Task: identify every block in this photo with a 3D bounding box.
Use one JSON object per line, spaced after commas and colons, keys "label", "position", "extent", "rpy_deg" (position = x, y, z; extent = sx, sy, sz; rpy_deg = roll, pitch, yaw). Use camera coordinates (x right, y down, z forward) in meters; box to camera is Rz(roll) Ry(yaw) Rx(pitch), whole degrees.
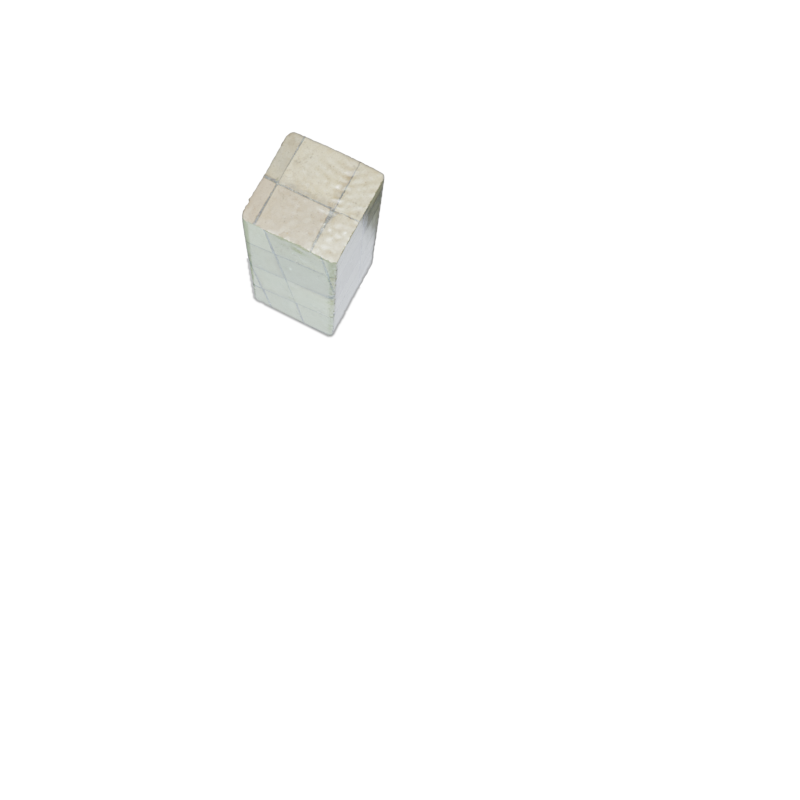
{"label": "block", "position": [-0.078, -0.142, 0.989], "extent": [0.091, 0.093, 0.198], "rpy_deg": [27, -15, 3]}
